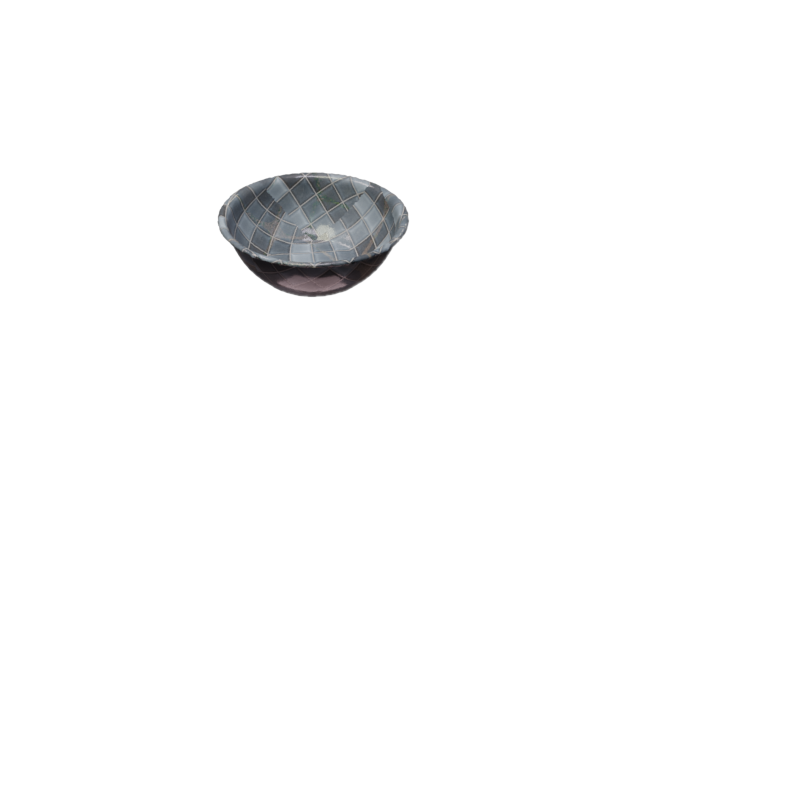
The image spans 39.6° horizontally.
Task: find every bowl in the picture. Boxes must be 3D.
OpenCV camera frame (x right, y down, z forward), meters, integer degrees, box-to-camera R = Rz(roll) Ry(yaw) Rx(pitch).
[{"bbox_3d":[-0.074,-0.136,0.950,0.162,0.051,0.173,-1,36,-2],"label":"bowl"}]
